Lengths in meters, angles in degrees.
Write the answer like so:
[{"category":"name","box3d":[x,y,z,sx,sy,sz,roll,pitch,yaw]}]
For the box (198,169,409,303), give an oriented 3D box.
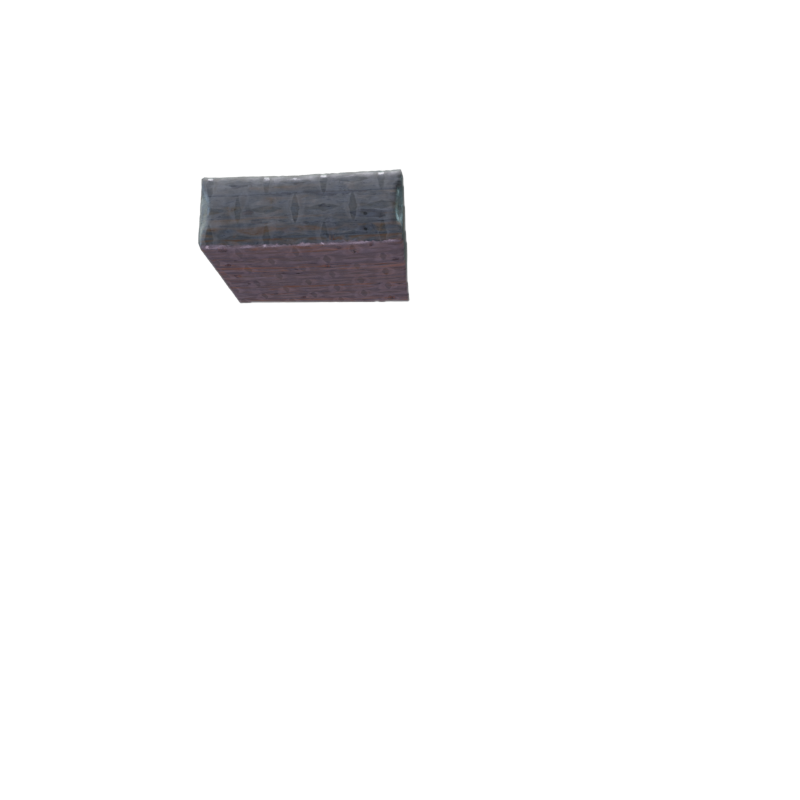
[{"category":"box","box3d":[-0.034,-0.062,0.431,0.073,0.031,0.086,-1,-10,4]}]
